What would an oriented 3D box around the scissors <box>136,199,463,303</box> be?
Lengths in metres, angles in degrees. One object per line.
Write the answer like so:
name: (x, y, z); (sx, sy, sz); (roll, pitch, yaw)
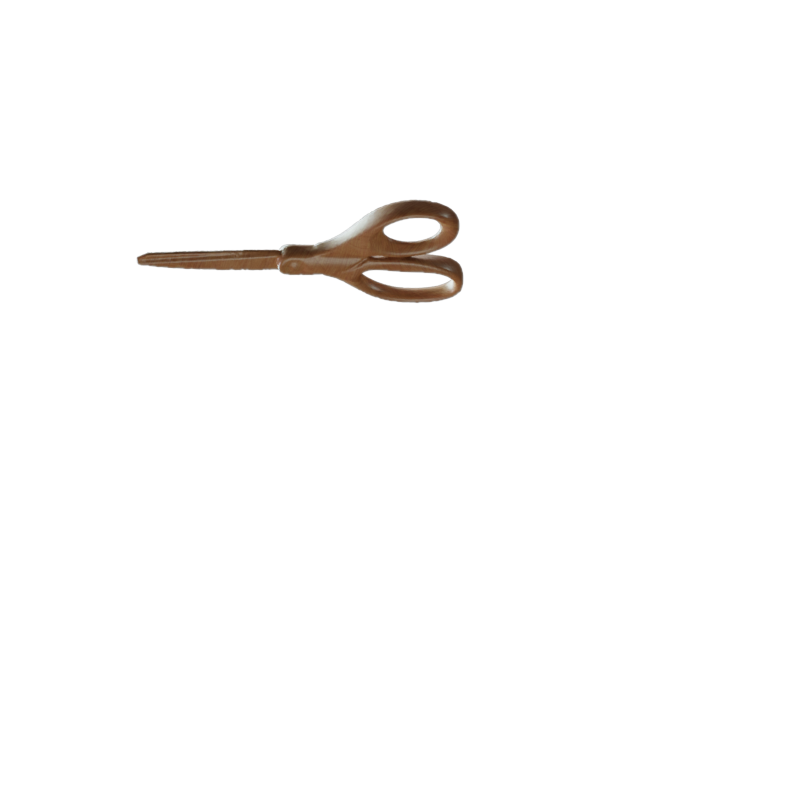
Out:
scissors: (-0.052, -0.096, 0.670); (0.198, 0.017, 0.092); (9, -37, -12)
